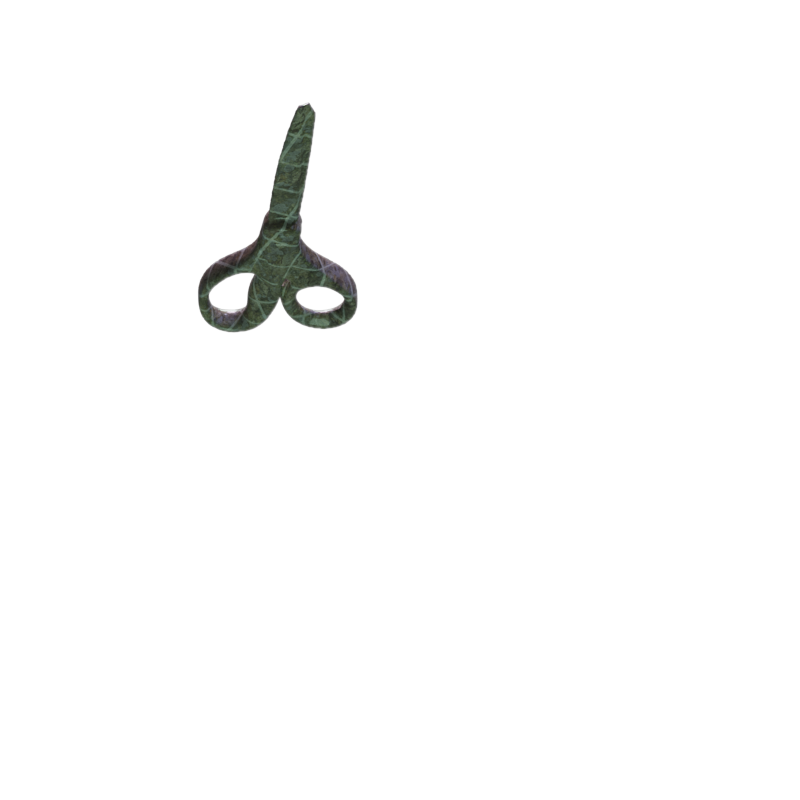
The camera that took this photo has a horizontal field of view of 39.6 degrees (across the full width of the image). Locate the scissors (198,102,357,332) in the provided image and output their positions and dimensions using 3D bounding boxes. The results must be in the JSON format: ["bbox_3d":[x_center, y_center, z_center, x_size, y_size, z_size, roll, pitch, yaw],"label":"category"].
[{"bbox_3d":[-0.044,-0.080,0.558,0.093,0.017,0.197,12,-27,-24],"label":"scissors"}]
